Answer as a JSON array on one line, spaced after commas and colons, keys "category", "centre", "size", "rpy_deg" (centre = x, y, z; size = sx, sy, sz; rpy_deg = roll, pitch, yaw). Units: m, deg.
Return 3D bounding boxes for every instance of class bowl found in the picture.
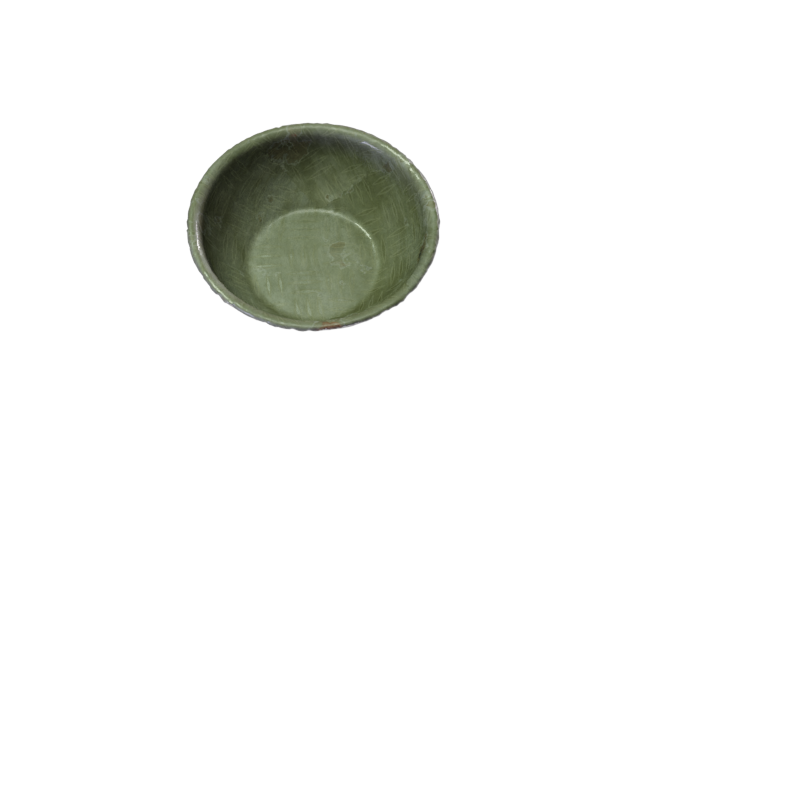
[{"category": "bowl", "centre": [-0.057, -0.104, 0.728], "size": [0.162, 0.173, 0.052], "rpy_deg": [-1, -31, -1]}]
